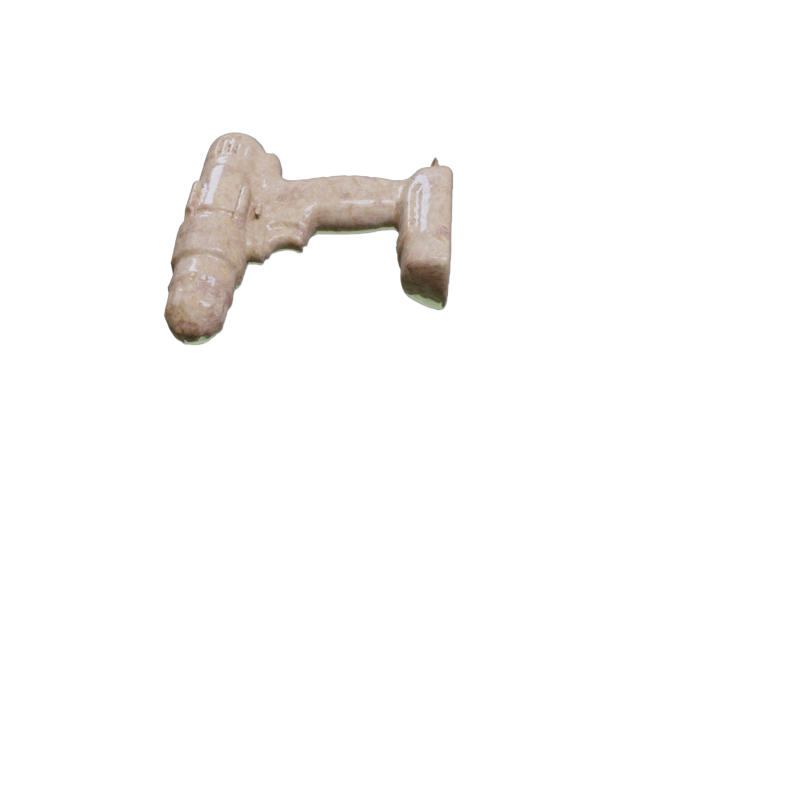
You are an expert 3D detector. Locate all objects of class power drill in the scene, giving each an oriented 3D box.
[{"bbox_3d":[-0.059,-0.108,0.757,0.189,0.196,0.053,5,-38,3],"label":"power drill"}]
